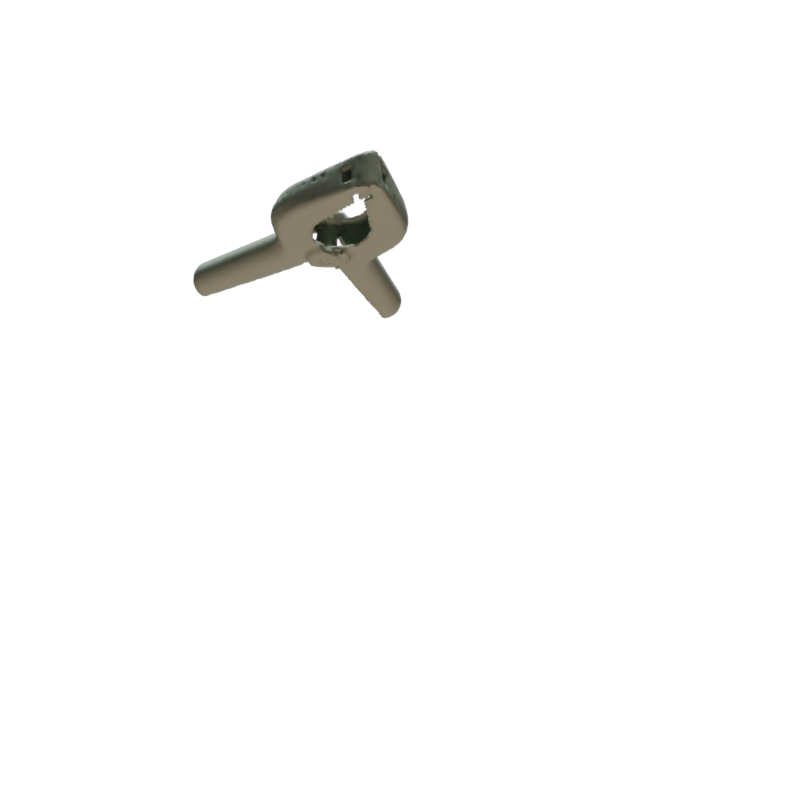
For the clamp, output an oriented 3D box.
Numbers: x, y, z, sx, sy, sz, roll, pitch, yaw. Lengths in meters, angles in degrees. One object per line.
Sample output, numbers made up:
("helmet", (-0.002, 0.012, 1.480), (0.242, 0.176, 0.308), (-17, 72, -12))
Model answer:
("clamp", (-0.062, -0.113, 0.791), (0.162, 0.038, 0.202), (4, -21, -10))
